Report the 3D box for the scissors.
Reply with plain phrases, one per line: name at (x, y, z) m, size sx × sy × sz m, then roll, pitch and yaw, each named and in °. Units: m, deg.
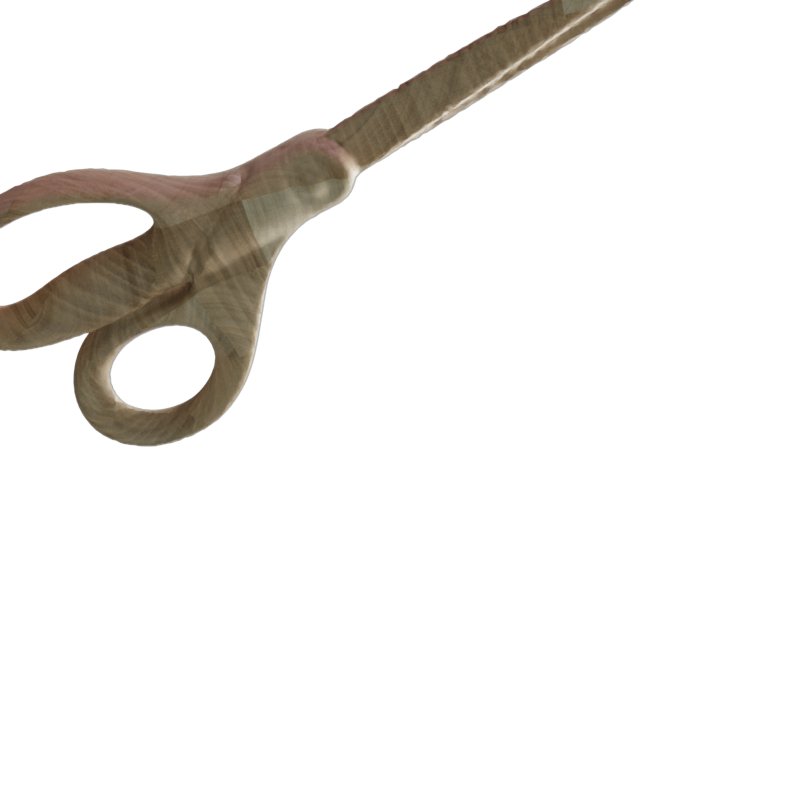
scissors at (-0.023, -0.041, 0.288) m, size 0.203 × 0.089 × 0.017 m, roll -15°, pitch 34°, yaw 10°
